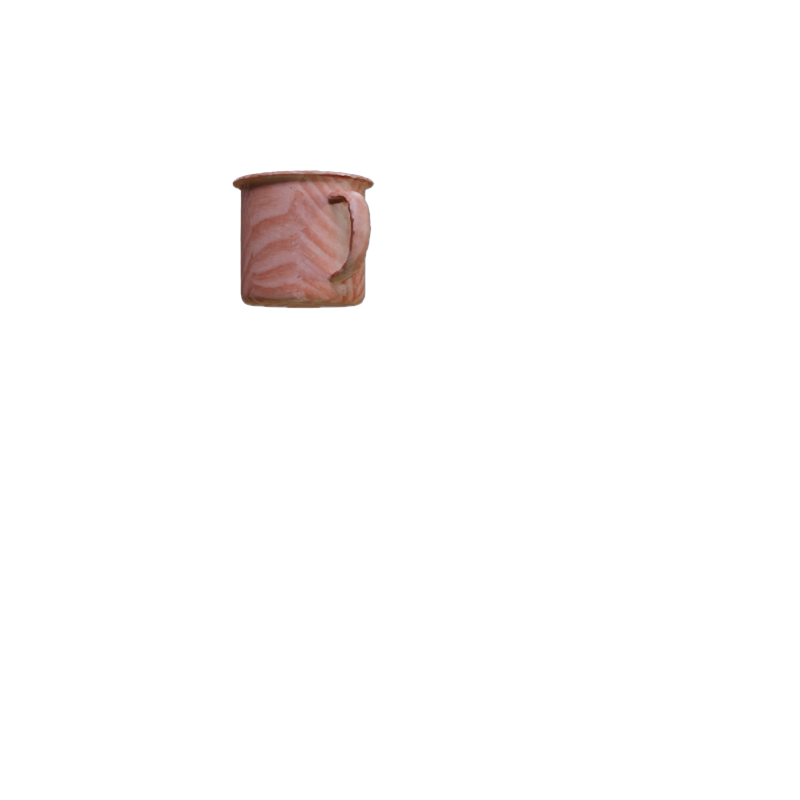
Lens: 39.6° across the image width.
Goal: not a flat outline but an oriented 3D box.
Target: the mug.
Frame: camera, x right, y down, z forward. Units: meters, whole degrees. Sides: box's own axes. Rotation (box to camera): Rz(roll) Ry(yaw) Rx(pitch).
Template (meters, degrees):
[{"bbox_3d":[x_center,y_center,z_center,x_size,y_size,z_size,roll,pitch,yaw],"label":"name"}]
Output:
[{"bbox_3d":[-0.056,-0.102,0.715,0.089,0.082,0.121,1,-1,-37],"label":"mug"}]
